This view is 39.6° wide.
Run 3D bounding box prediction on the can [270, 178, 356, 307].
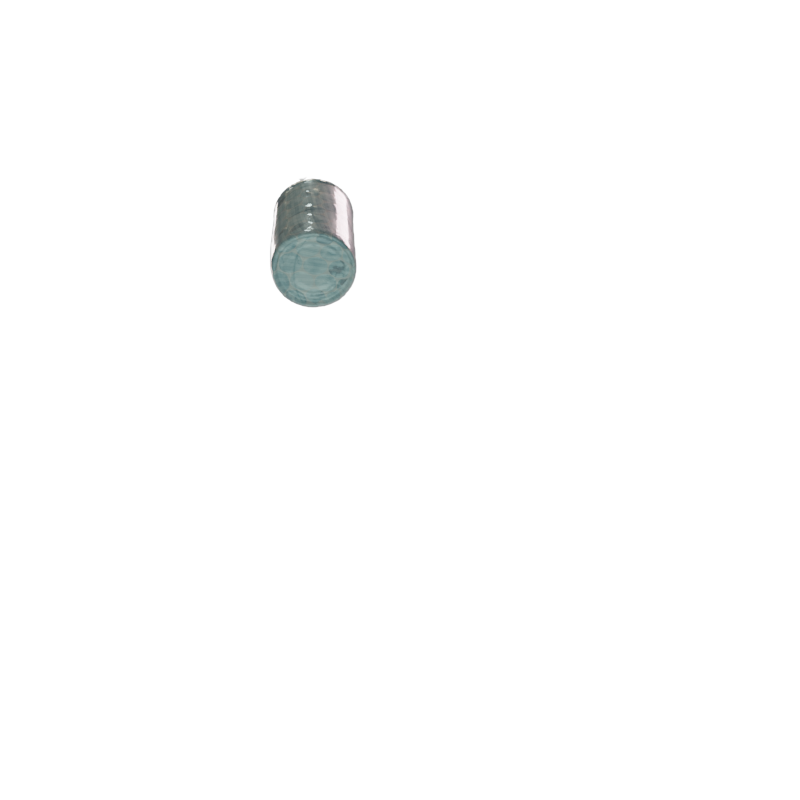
[{"bbox_3d":[-0.070,-0.128,0.898,0.068,0.064,0.109,-1,31,-3],"label":"can"}]
